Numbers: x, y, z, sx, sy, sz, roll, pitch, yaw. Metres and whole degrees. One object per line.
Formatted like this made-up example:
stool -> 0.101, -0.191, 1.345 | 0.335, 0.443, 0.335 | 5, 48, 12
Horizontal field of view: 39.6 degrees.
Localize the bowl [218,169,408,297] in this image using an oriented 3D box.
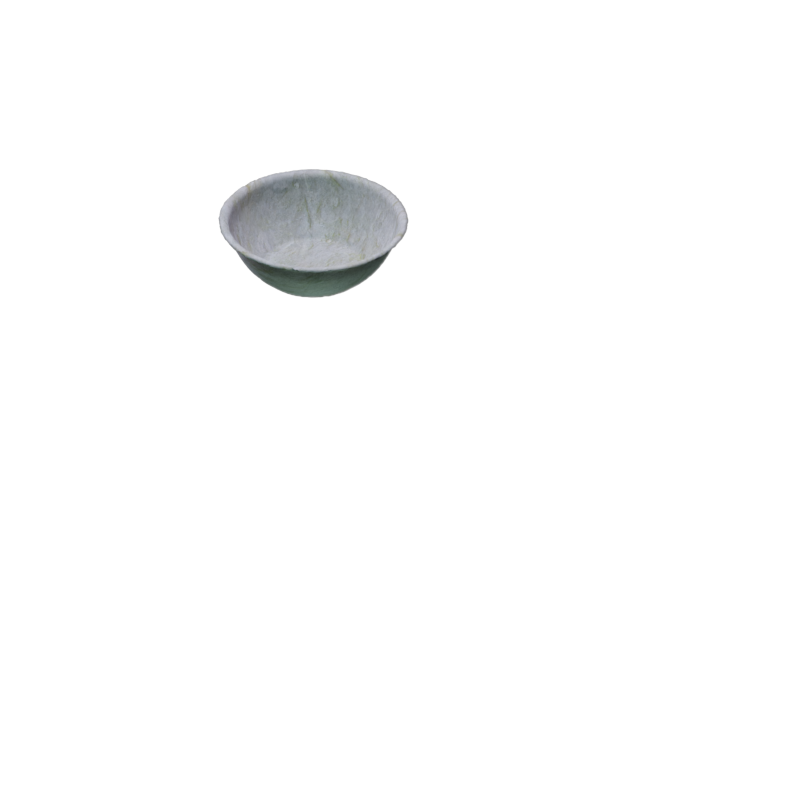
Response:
bowl -> -0.075, -0.137, 0.959 | 0.162, 0.051, 0.174 | -1, 38, -2
